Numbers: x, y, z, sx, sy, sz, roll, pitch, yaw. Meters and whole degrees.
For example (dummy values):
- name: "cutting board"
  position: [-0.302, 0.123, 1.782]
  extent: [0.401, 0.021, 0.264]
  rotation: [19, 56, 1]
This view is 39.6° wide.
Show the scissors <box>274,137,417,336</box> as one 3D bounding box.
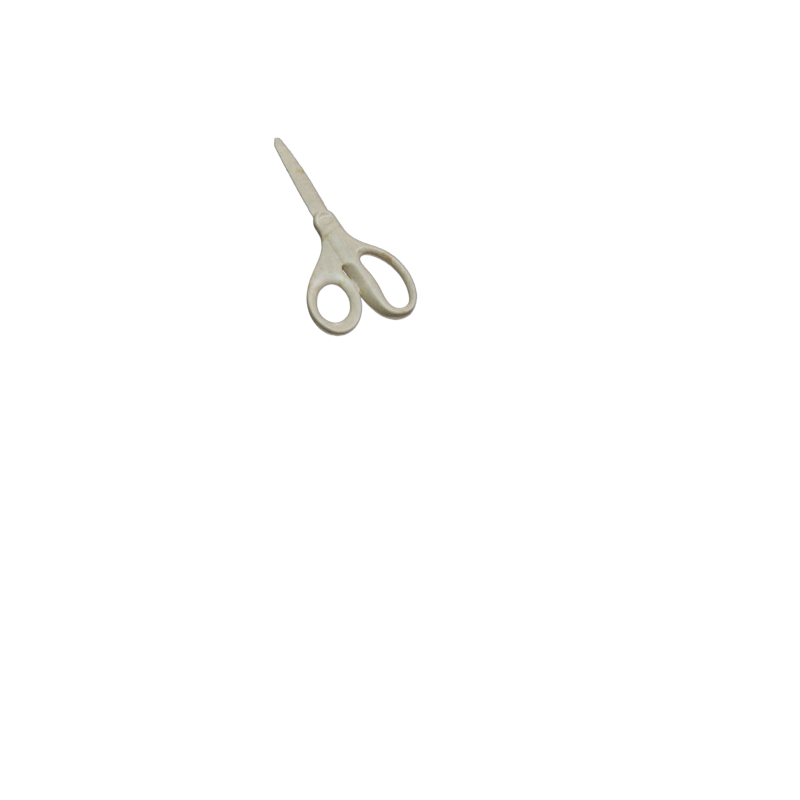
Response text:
- name: "scissors"
  position: [-0.072, -0.131, 0.917]
  extent: [0.097, 0.213, 0.015]
  rotation: [-38, -22, -19]
